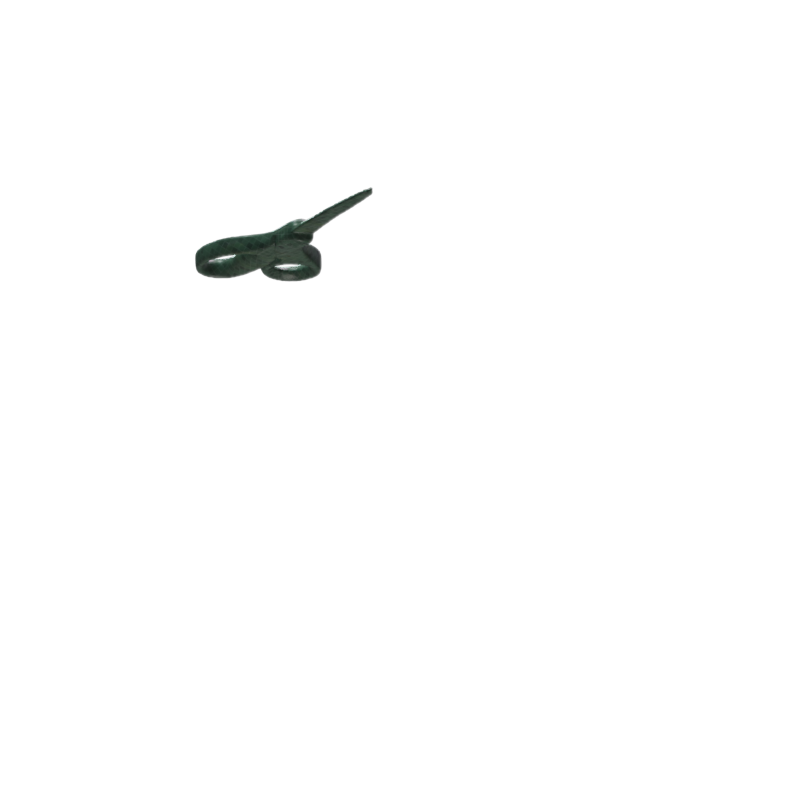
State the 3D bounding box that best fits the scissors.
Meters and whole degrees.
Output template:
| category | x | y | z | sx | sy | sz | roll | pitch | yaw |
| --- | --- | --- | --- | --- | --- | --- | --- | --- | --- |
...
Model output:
| category | x | y | z | sx | sy | sz | roll | pitch | yaw |
| --- | --- | --- | --- | --- | --- | --- | --- | --- | --- |
| scissors | -0.057 | -0.104 | 0.726 | 0.091 | 0.016 | 0.206 | 8 | -11 | -43 |
